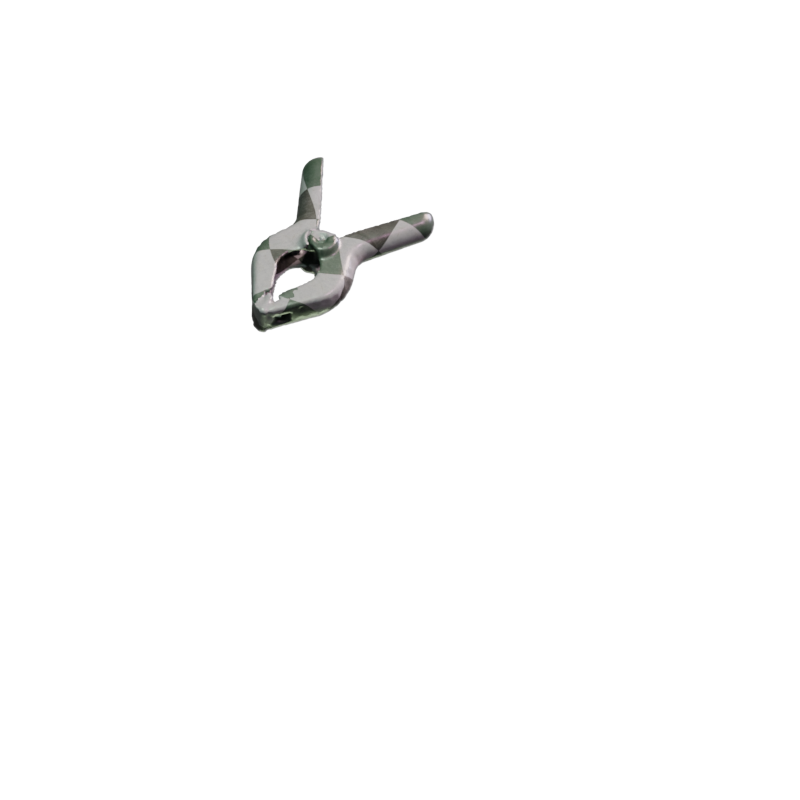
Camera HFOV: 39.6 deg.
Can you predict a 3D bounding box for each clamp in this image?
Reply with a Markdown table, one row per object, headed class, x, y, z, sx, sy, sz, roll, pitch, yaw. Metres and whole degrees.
| class | x | y | z | sx | sy | sz | roll | pitch | yaw |
| --- | --- | --- | --- | --- | --- | --- | --- | --- | --- |
| clamp | -0.068 | -0.125 | 0.873 | 0.127 | 0.036 | 0.174 | 32 | 55 | 26 |
